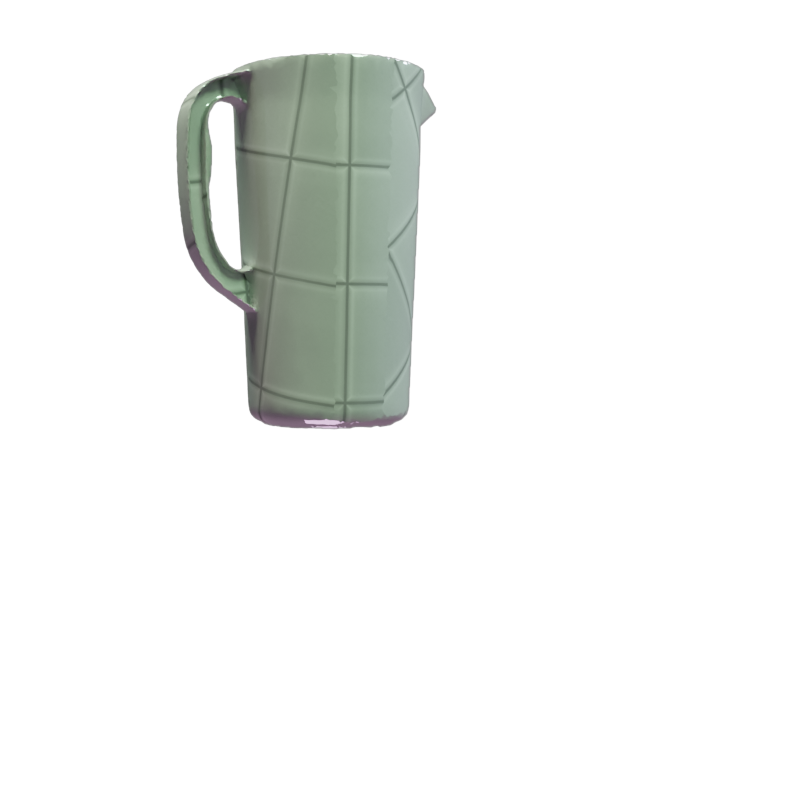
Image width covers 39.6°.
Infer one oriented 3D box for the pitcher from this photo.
[{"bbox_3d":[-0.058,-0.107,0.747,0.152,0.245,0.141,-1,-2,15],"label":"pitcher"}]
